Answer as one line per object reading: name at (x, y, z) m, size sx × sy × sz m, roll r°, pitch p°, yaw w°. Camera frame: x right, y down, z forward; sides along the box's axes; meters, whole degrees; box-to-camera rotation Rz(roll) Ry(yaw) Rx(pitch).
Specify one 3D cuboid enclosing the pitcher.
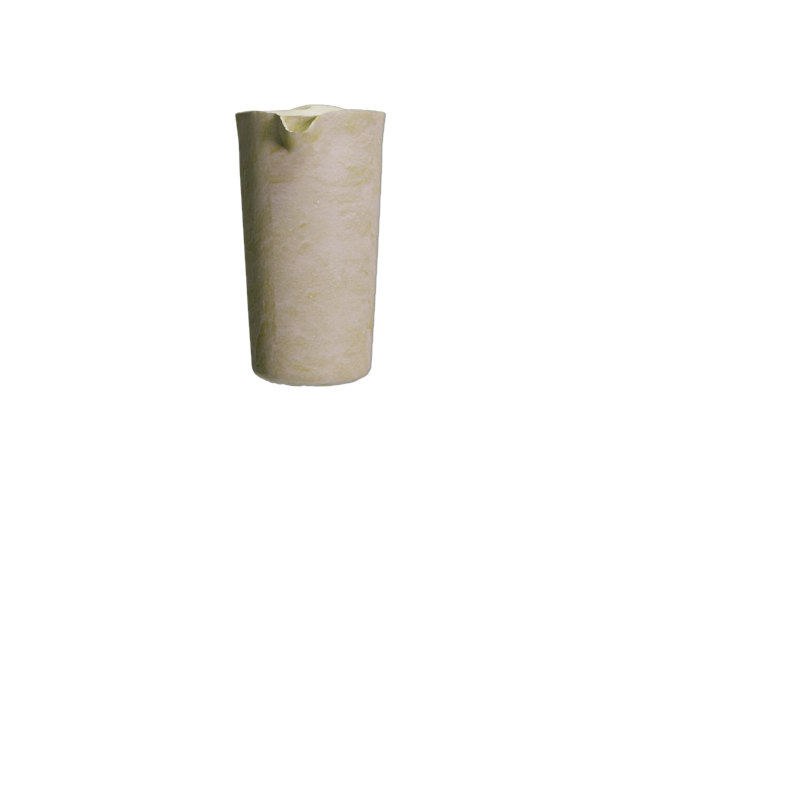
pitcher at (-0.078, -0.143, 0.998) m, size 0.144 × 0.240 × 0.152 m, roll -5°, pitch 8°, yaw -41°
